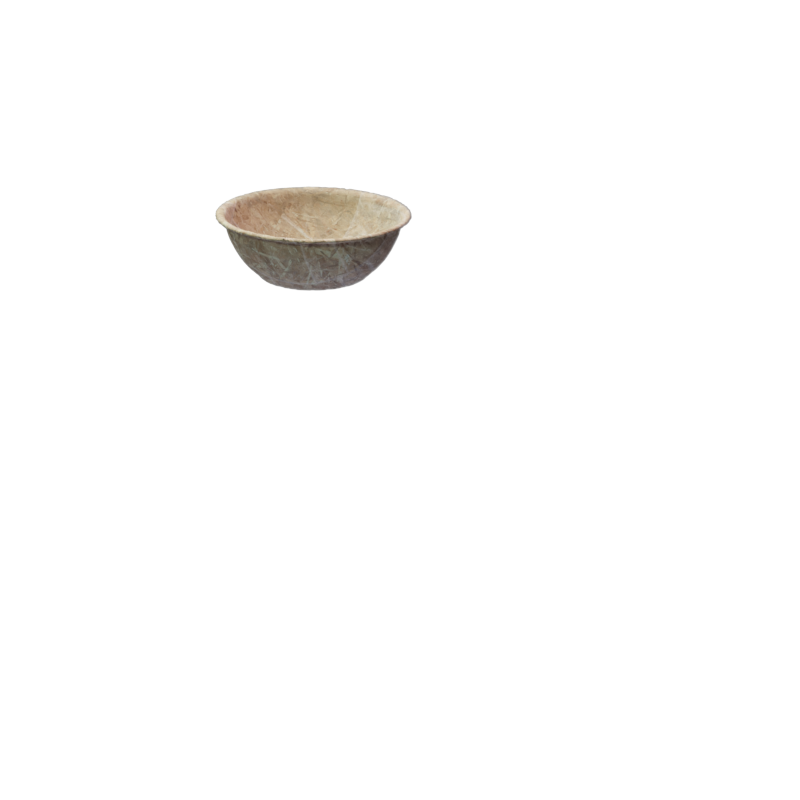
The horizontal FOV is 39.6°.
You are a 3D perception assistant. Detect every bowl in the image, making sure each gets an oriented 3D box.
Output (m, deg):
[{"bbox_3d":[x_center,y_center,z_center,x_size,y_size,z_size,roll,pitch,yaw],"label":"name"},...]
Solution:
[{"bbox_3d":[-0.072,-0.131,0.920,0.162,0.053,0.170,-1,24,-2],"label":"bowl"}]
